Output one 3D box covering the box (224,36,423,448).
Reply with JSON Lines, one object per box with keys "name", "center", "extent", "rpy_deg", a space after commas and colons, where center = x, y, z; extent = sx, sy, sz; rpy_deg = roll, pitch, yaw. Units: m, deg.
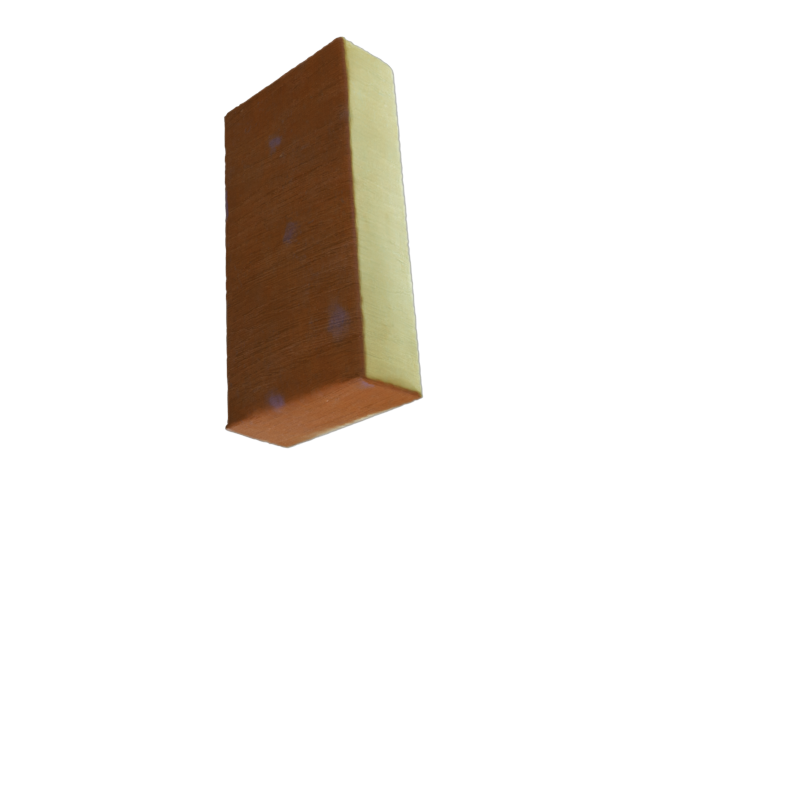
{"name": "box", "center": [-0.041, -0.076, 0.530], "extent": [0.094, 0.187, 0.045], "rpy_deg": [-24, -34, 38]}
